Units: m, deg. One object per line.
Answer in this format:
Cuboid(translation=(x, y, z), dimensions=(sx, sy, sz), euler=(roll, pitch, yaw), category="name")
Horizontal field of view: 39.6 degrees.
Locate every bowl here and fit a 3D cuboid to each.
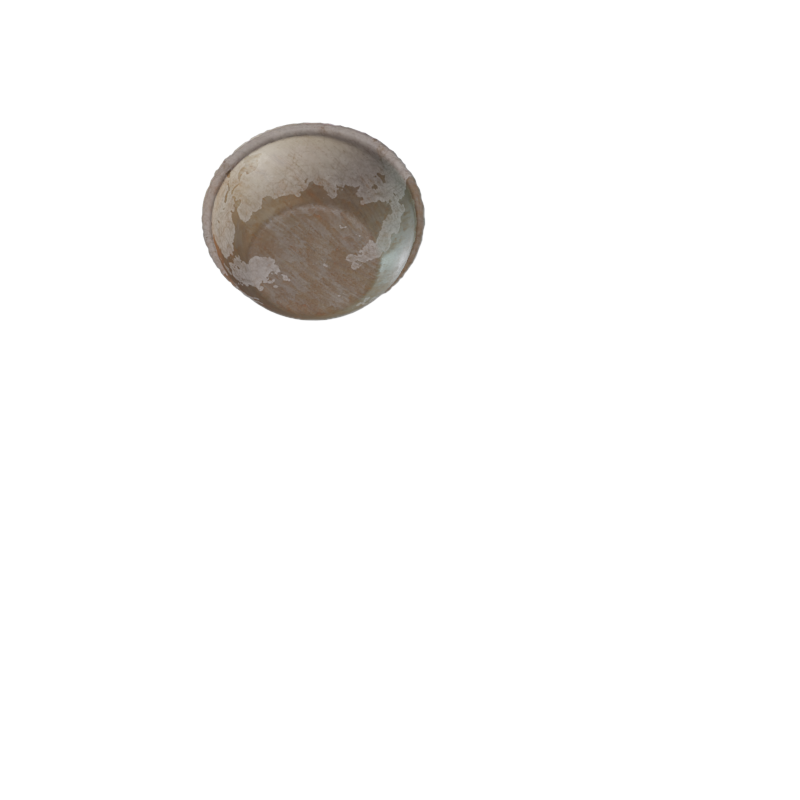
Cuboid(translation=(-0.061, -0.112, 0.781), dimensions=(0.162, 0.152, 0.059), euler=(1, 35, -1), category="bowl")
